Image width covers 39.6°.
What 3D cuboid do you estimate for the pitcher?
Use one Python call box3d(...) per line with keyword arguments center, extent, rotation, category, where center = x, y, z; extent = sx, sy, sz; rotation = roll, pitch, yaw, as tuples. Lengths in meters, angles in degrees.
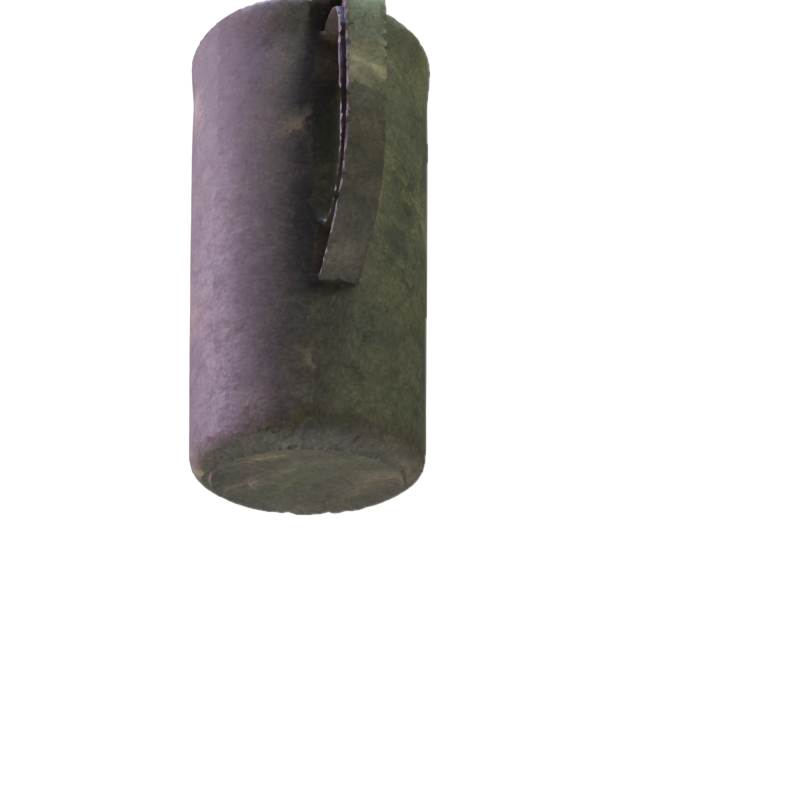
box3d(center=(-0.043, -0.079, 0.552), extent=(0.147, 0.258, 0.138), rotation=(-15, -31, 23), category="pitcher")
